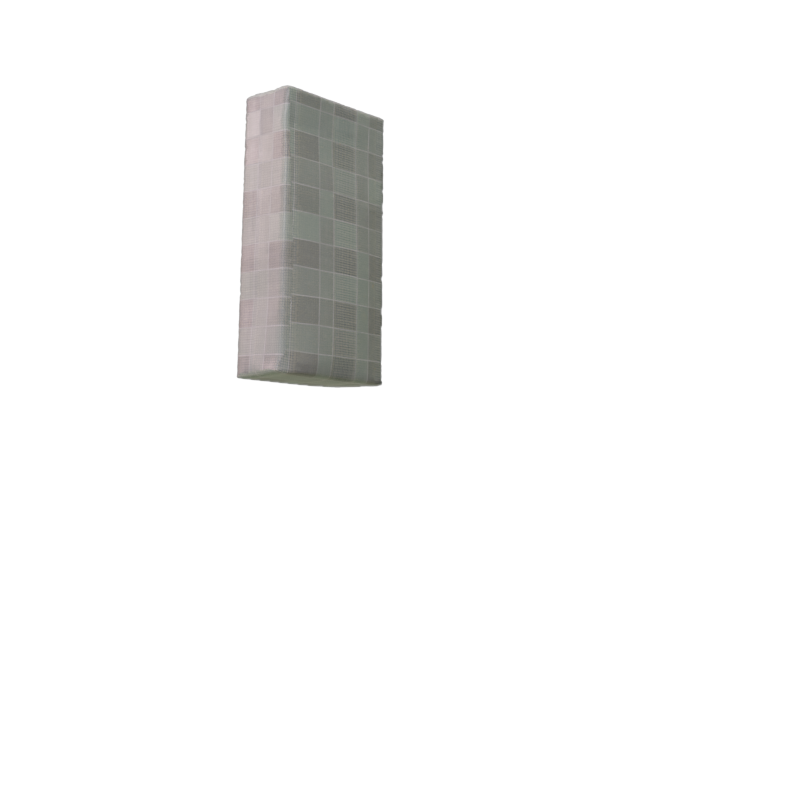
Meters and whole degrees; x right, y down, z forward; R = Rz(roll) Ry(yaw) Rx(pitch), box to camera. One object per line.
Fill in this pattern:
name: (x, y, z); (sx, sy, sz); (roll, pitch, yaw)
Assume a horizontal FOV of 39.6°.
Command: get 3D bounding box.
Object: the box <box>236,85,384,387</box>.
box: (-0.055, -0.099, 0.695); (0.049, 0.182, 0.088); (-12, -16, 40)
